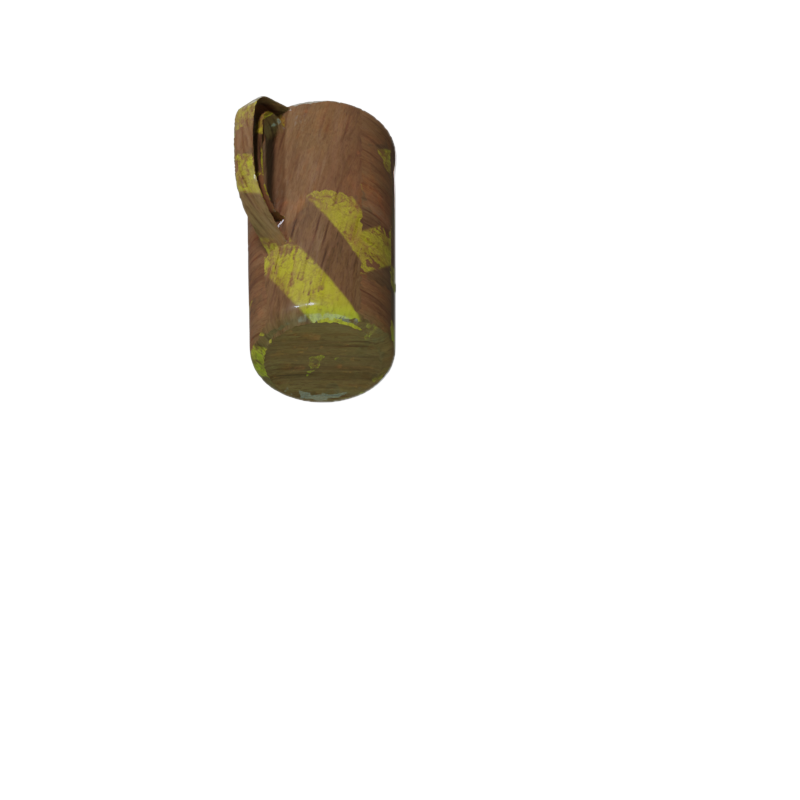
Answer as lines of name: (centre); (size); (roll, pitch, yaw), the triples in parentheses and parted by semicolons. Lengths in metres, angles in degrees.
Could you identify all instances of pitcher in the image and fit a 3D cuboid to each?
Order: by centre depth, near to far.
pitcher: (-0.070, -0.127, 0.893); (0.147, 0.261, 0.137); (6, -44, -10)
